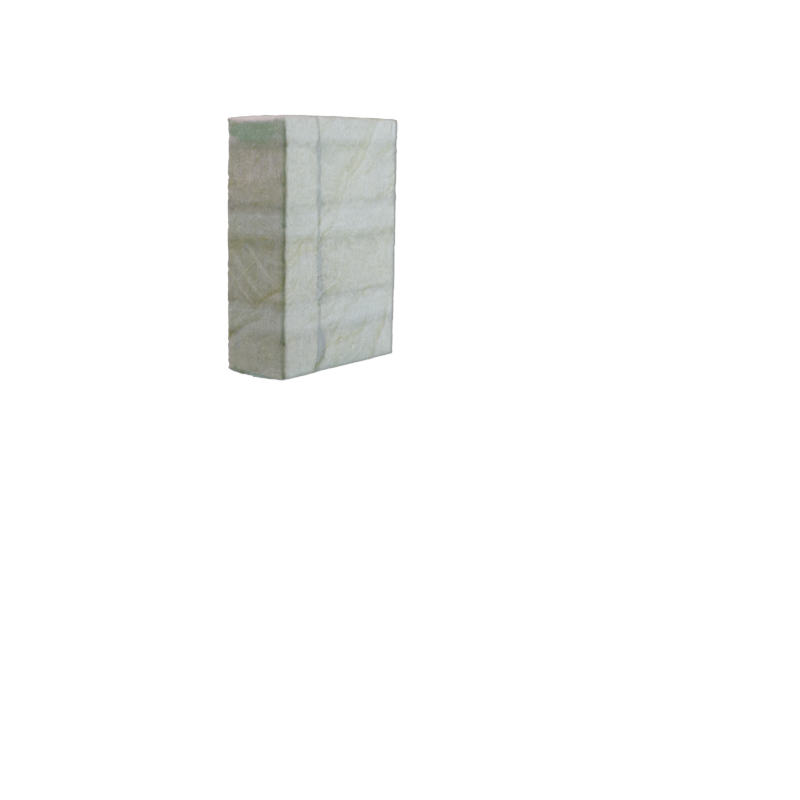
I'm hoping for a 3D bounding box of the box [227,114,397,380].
[{"bbox_3d":[-0.075,-0.136,0.956,0.075,0.211,0.160,4,8,34],"label":"box"}]
